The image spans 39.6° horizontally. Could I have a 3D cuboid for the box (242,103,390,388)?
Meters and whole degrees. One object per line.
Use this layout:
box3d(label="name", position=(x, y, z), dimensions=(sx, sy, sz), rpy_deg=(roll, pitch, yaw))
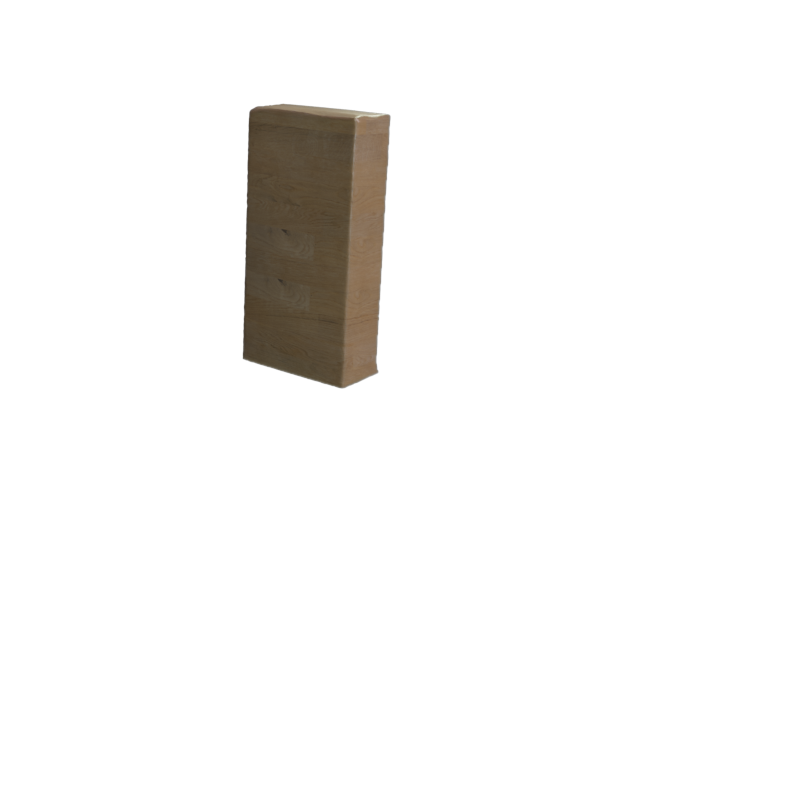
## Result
box3d(label="box", position=(-0.058, -0.105, 0.736), dimensions=(0.098, 0.171, 0.047), rpy_deg=(12, 17, 36))
